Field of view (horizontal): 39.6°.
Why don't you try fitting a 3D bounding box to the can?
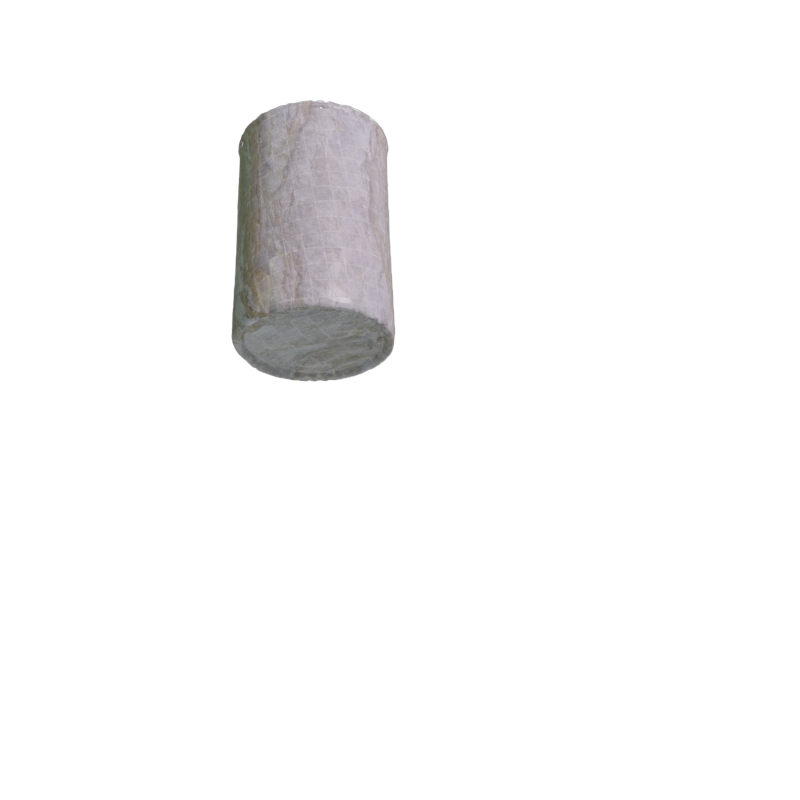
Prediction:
[{"bbox_3d":[-0.037,-0.068,0.476,0.068,0.109,0.064,-1,-31,-2],"label":"can"}]
